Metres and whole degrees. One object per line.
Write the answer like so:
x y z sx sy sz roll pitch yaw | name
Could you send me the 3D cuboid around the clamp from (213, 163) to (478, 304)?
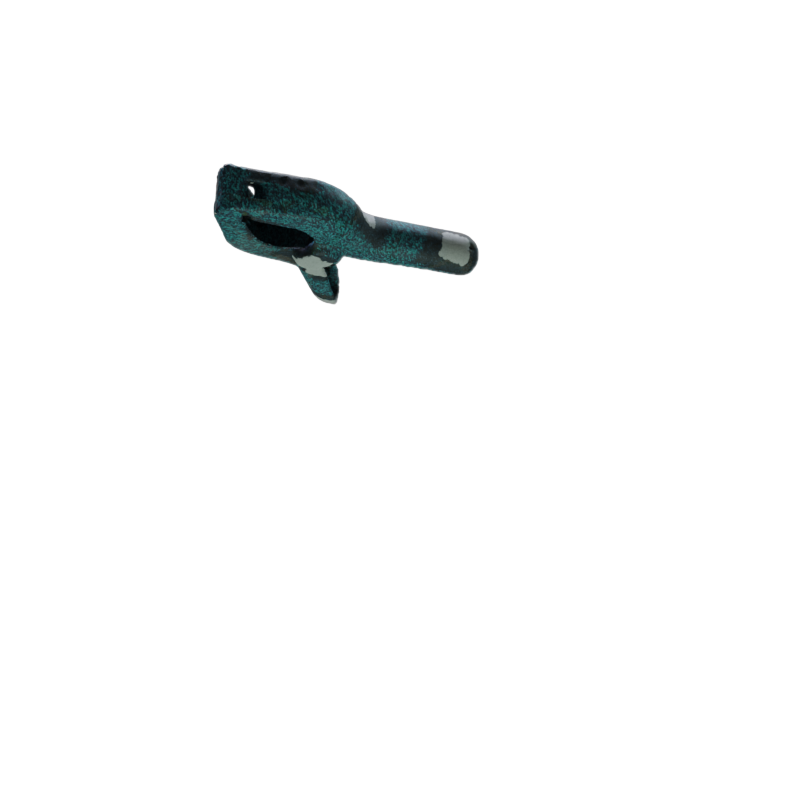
-0.051 -0.093 0.651 0.161 0.041 0.121 18 -28 -39 | clamp
